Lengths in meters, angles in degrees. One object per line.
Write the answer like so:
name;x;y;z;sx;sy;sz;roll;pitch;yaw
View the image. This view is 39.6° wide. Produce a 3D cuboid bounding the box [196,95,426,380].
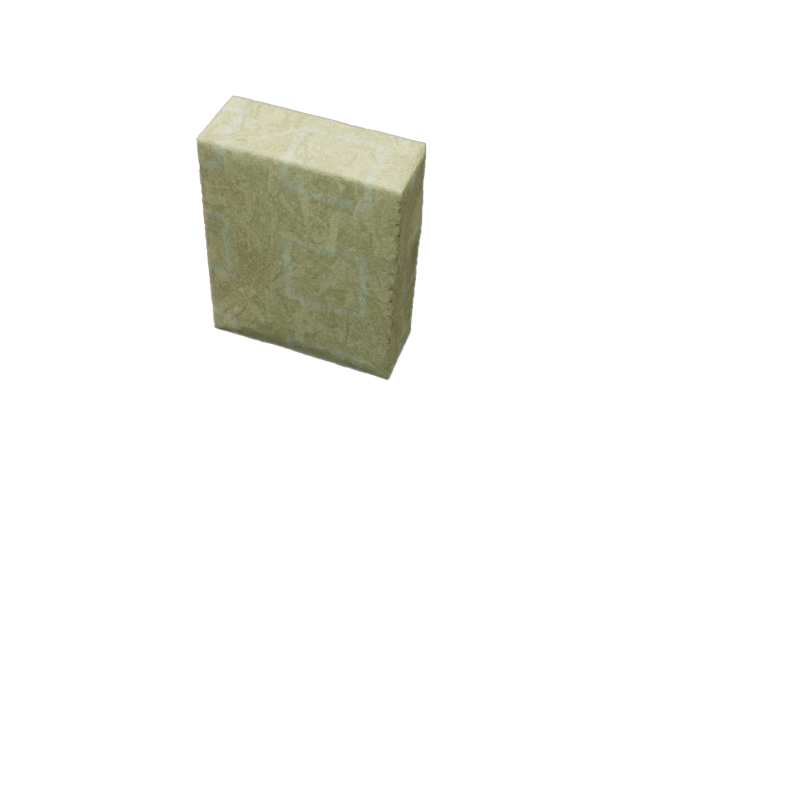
box;-0.070;-0.128;0.894;0.169;0.199;0.075;18;49;13
